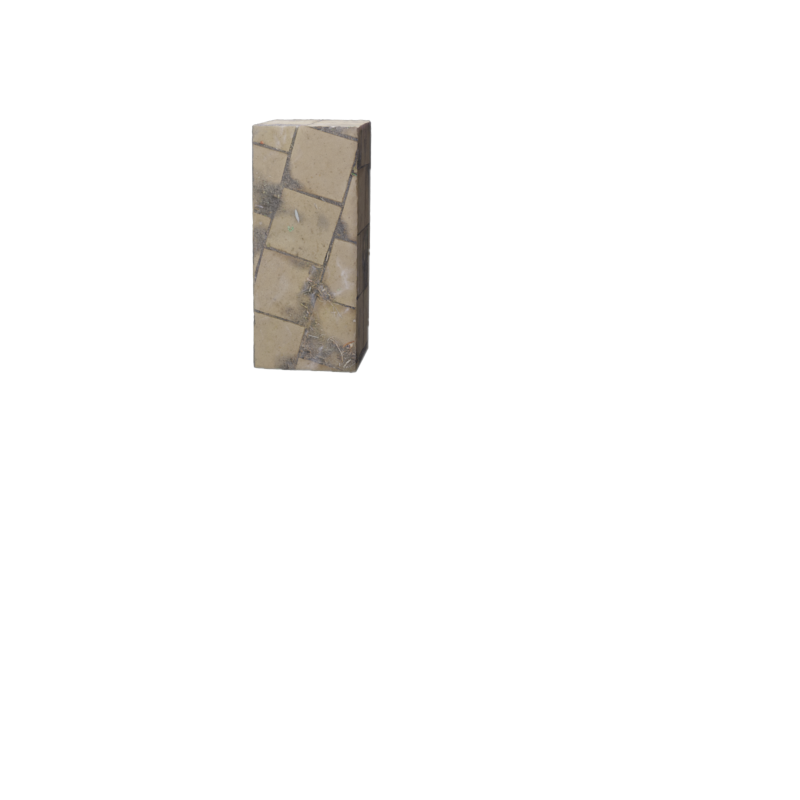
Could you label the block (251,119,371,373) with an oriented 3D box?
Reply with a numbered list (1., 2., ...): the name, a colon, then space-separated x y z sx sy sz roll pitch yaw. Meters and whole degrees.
1. block: -0.074 -0.136 0.956 0.091 0.201 0.092 2 11 8
